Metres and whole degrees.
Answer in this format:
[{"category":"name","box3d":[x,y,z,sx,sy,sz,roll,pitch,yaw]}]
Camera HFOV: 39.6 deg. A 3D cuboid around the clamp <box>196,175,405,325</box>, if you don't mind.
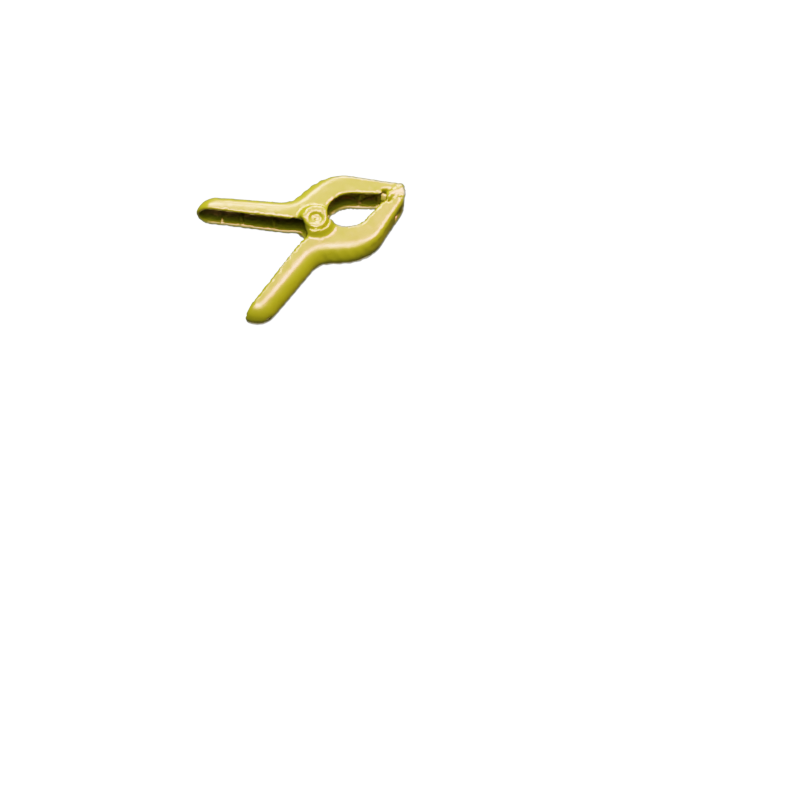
[{"category":"clamp","box3d":[-0.071,-0.129,0.902,0.170,0.127,0.037,-15,-22,-7]}]
